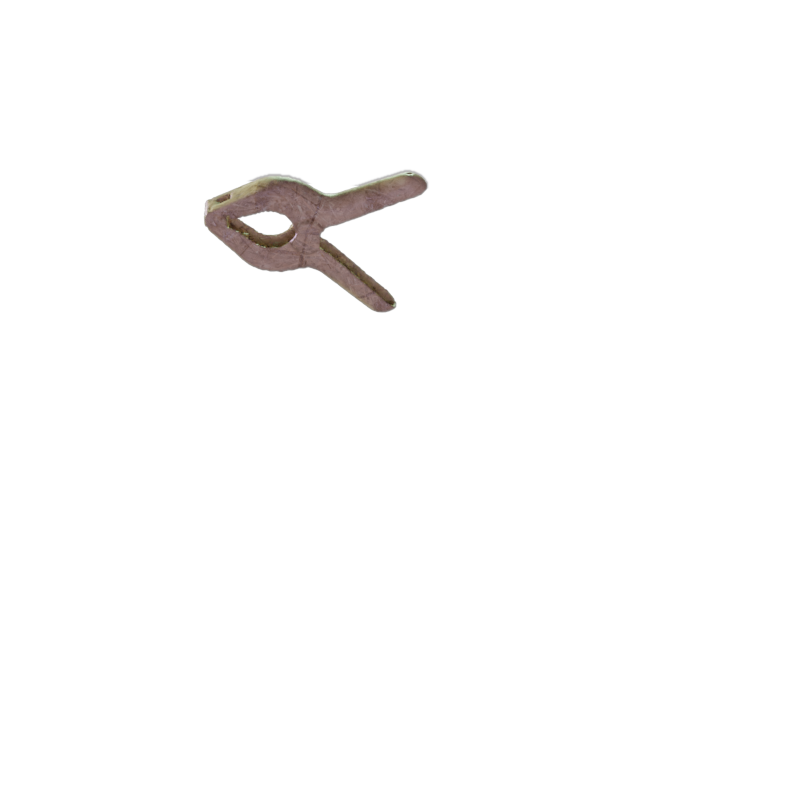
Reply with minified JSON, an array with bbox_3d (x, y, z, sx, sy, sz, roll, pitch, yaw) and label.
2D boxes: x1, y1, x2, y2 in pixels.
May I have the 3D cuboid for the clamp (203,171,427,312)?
[{"bbox_3d":[-0.068,-0.124,0.870,0.171,0.115,0.041,3,22,-1],"label":"clamp"}]
